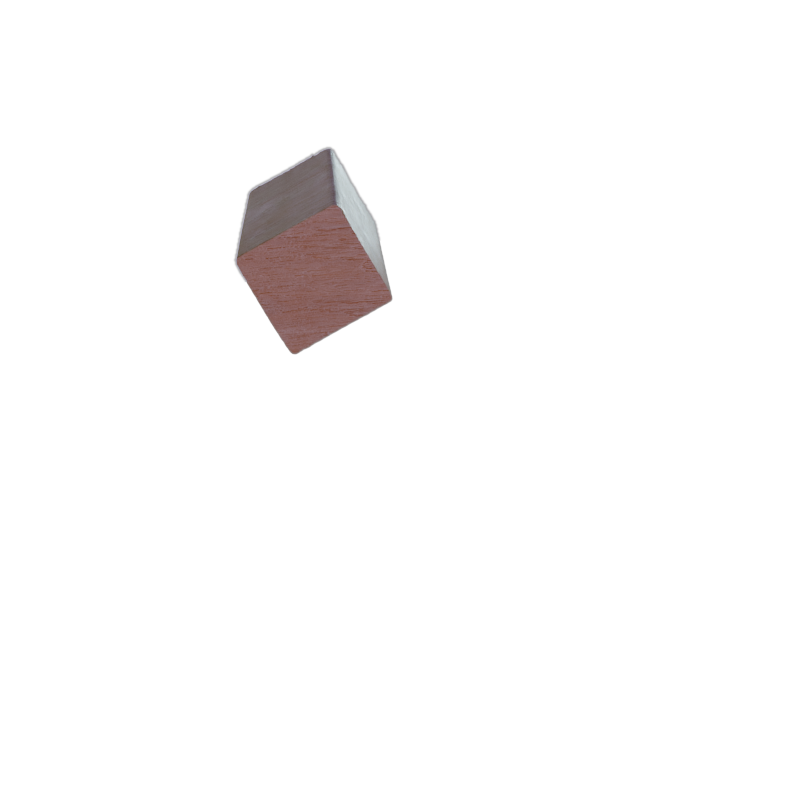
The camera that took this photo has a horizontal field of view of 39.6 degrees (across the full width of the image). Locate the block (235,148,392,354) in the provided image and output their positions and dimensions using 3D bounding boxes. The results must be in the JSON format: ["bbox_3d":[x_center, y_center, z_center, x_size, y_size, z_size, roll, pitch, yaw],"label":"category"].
[{"bbox_3d":[-0.073,-0.132,0.919,0.091,0.086,0.216,-28,22,8],"label":"block"}]
